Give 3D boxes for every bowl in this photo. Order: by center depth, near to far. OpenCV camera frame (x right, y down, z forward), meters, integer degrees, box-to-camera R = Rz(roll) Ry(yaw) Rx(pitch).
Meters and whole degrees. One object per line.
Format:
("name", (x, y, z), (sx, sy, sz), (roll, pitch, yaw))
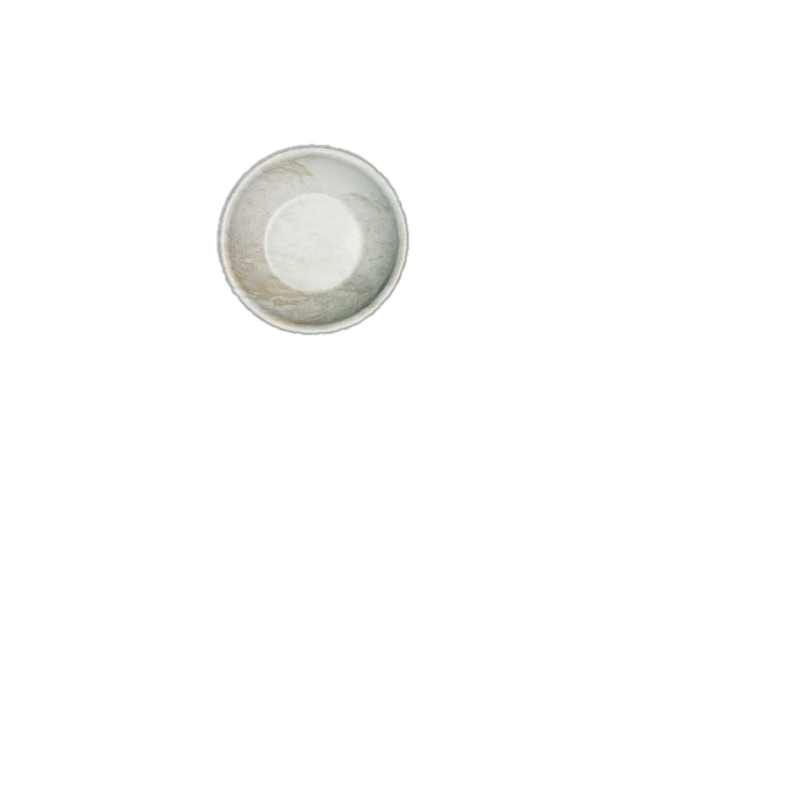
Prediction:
("bowl", (-0.076, -0.138, 0.966), (0.162, 0.164, 0.055), (0, -3, 0))
